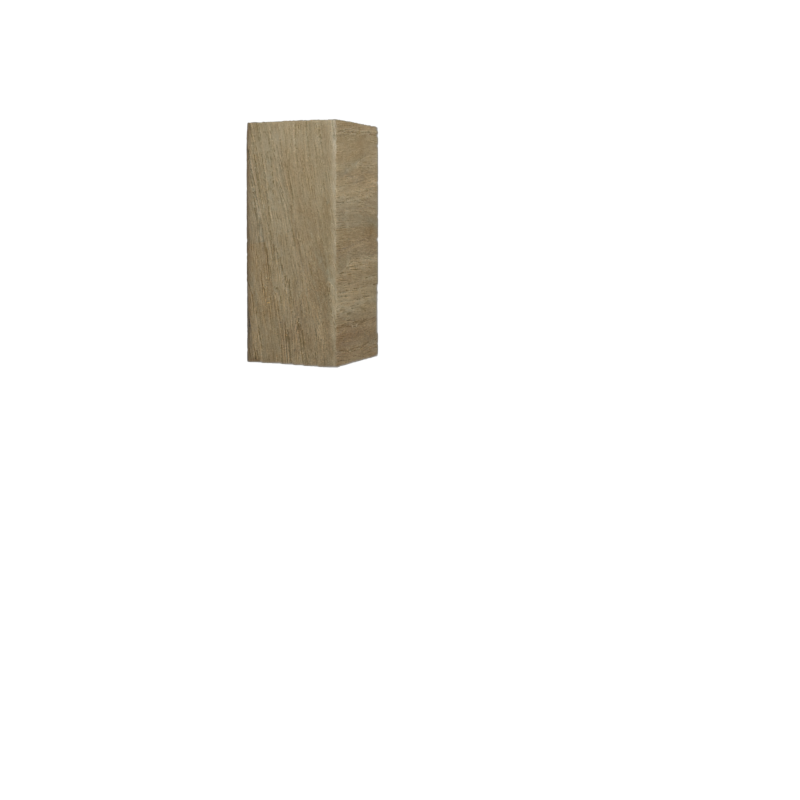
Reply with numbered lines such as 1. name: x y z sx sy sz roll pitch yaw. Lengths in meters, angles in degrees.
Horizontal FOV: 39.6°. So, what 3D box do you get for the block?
1. block: -0.077 -0.139 0.974 0.093 0.205 0.088 1 3 24
